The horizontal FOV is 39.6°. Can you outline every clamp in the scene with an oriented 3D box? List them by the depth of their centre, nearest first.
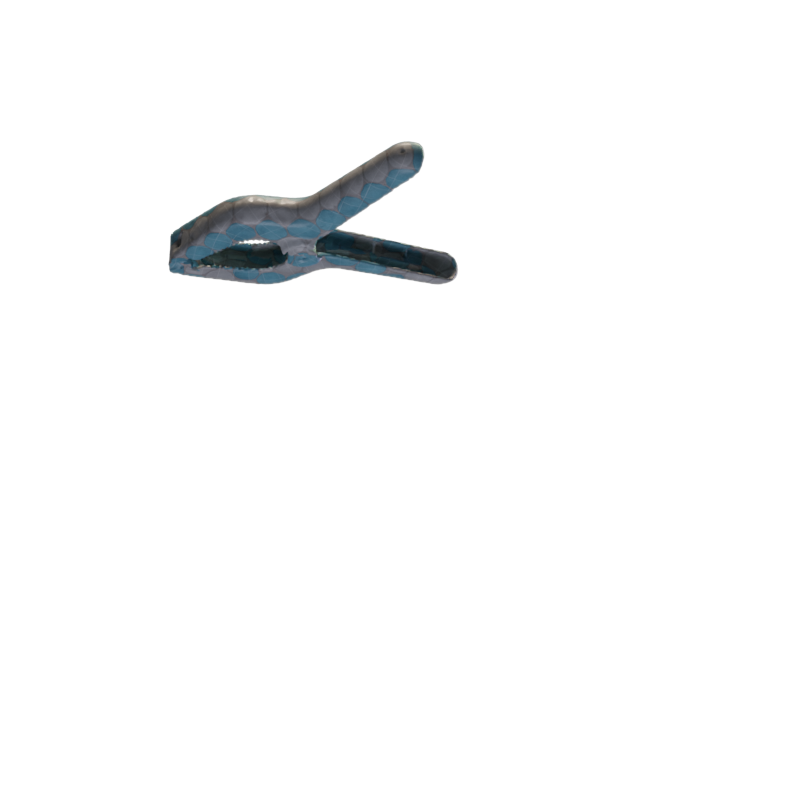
[{"bbox_3d":[-0.063,-0.114,0.802,0.213,0.039,0.152,-9,-28,17],"label":"clamp"}]
